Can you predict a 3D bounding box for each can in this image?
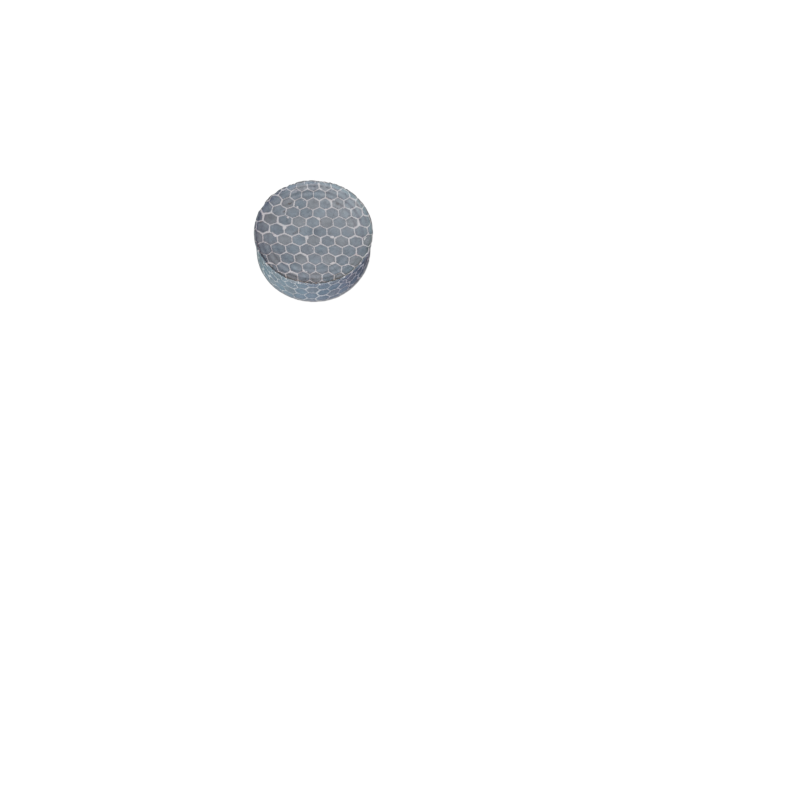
[{"bbox_3d":[-0.063,-0.116,0.809,0.086,0.091,0.032,-1,-26,-1],"label":"can"}]
